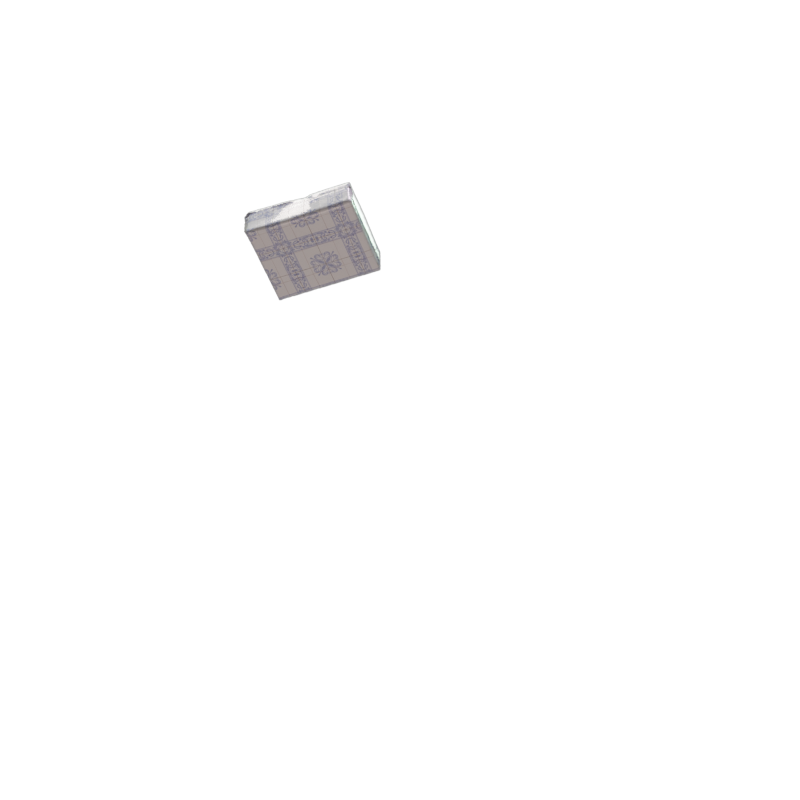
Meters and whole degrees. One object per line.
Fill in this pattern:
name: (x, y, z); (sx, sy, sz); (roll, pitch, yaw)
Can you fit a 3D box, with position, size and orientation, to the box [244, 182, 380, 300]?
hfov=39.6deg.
box: (-0.068, -0.124, 0.870); (0.090, 0.068, 0.032); (-15, 40, 12)
